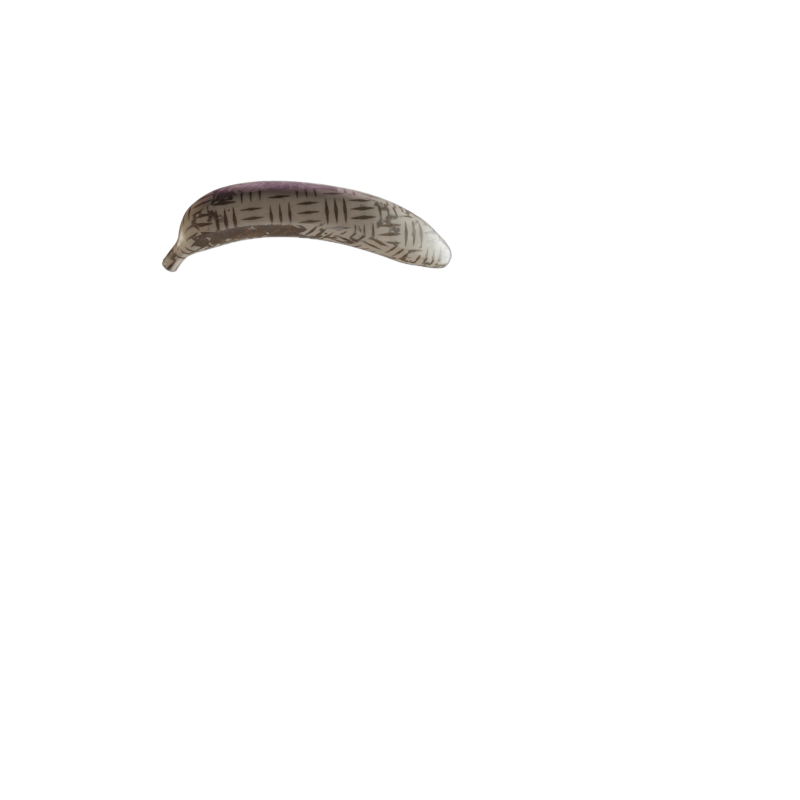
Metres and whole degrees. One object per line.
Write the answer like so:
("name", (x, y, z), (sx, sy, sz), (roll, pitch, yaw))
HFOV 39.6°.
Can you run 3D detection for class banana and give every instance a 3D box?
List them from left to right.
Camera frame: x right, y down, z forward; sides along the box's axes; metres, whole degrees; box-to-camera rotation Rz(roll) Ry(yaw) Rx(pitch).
("banana", (-0.061, -0.117, 0.741), (0.197, 0.039, 0.065), (1, -31, -2))
